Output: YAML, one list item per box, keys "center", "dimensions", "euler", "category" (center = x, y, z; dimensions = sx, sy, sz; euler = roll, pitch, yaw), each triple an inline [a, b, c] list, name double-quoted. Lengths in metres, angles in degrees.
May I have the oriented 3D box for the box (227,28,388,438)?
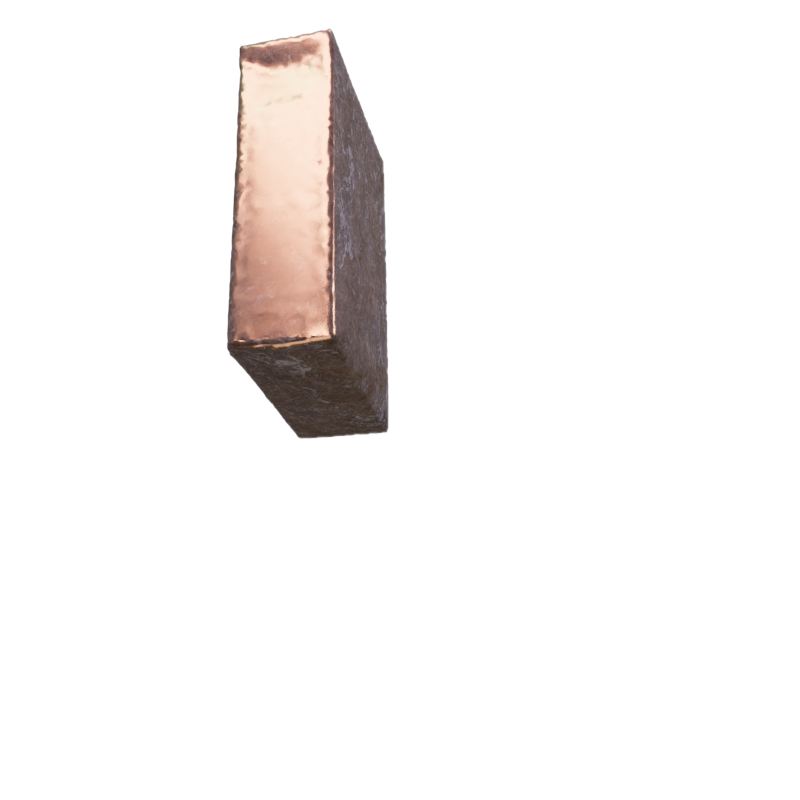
- center: [-0.056, -0.103, 0.719]
  dimensions: [0.073, 0.226, 0.153]
  euler: [-7, -26, 10]
  category: "box"
